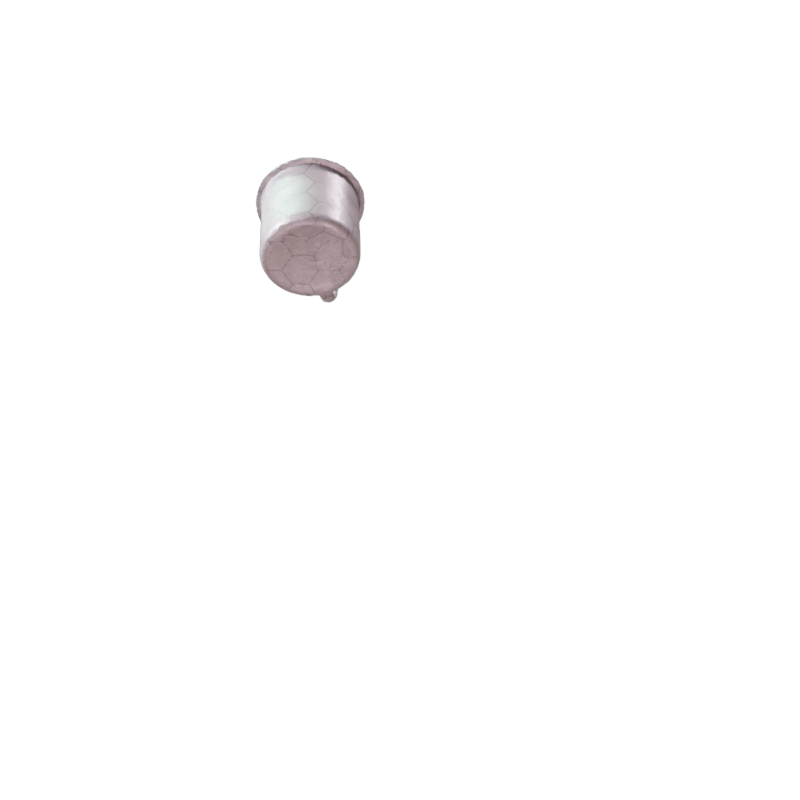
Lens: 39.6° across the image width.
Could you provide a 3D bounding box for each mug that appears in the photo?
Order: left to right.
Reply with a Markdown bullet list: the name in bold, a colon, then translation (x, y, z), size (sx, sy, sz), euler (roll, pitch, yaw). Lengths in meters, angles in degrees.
- **mug**: translation (-0.072, -0.132, 0.922), size (0.094, 0.108, 0.087), euler (-9, 39, 6)
